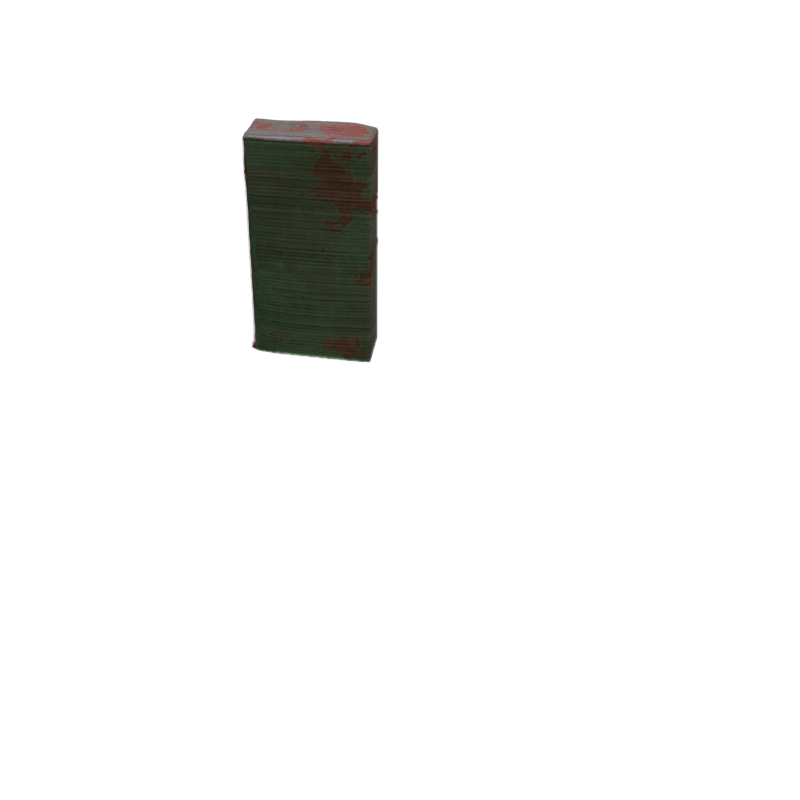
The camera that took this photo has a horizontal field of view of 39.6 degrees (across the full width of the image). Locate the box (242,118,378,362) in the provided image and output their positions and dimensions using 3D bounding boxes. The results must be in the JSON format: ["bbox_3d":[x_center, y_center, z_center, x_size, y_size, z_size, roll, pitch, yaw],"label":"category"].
[{"bbox_3d":[-0.063,-0.116,0.810,0.095,0.167,0.050,6,26,9],"label":"box"}]
